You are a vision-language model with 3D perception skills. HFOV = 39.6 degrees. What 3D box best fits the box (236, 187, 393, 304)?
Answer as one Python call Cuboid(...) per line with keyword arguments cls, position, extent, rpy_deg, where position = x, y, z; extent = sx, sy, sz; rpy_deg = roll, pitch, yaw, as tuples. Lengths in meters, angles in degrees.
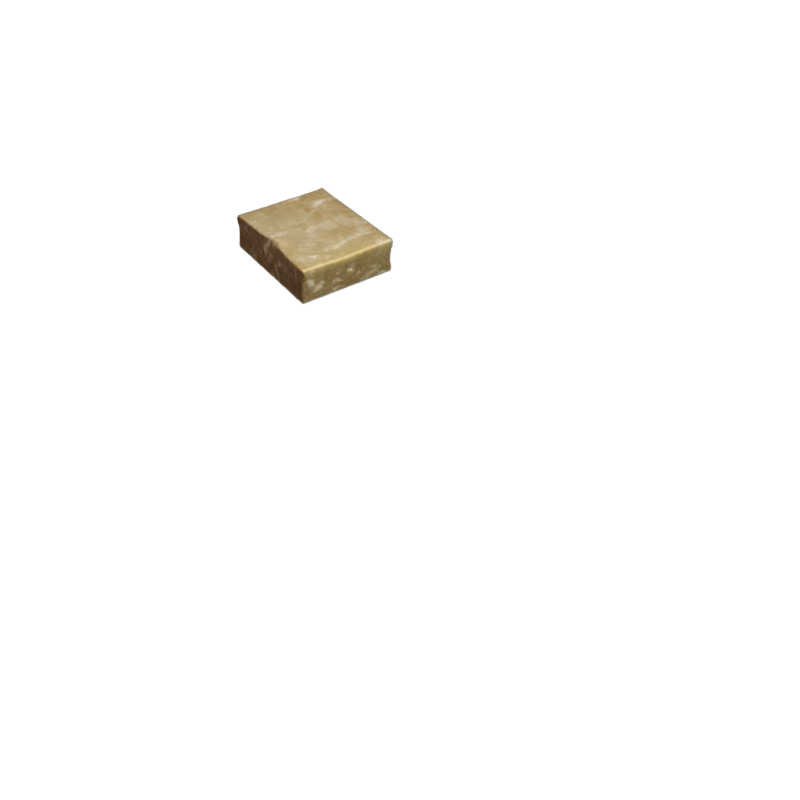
Cuboid(cls="box", position=(-0.060, -0.110, 0.768), extent=(0.072, 0.028, 0.096), rpy_deg=(-22, 43, -27))
